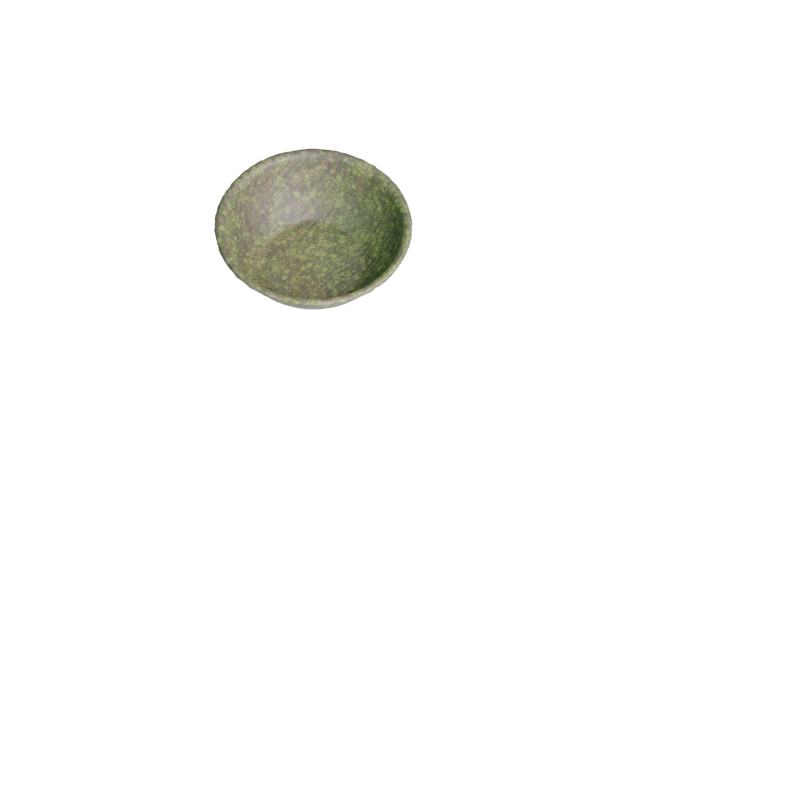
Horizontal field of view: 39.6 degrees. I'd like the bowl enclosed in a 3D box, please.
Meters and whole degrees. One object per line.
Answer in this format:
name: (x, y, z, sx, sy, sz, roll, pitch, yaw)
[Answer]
bowl: (-0.072, -0.132, 0.924, 0.162, 0.173, 0.051, -1, -34, -1)
